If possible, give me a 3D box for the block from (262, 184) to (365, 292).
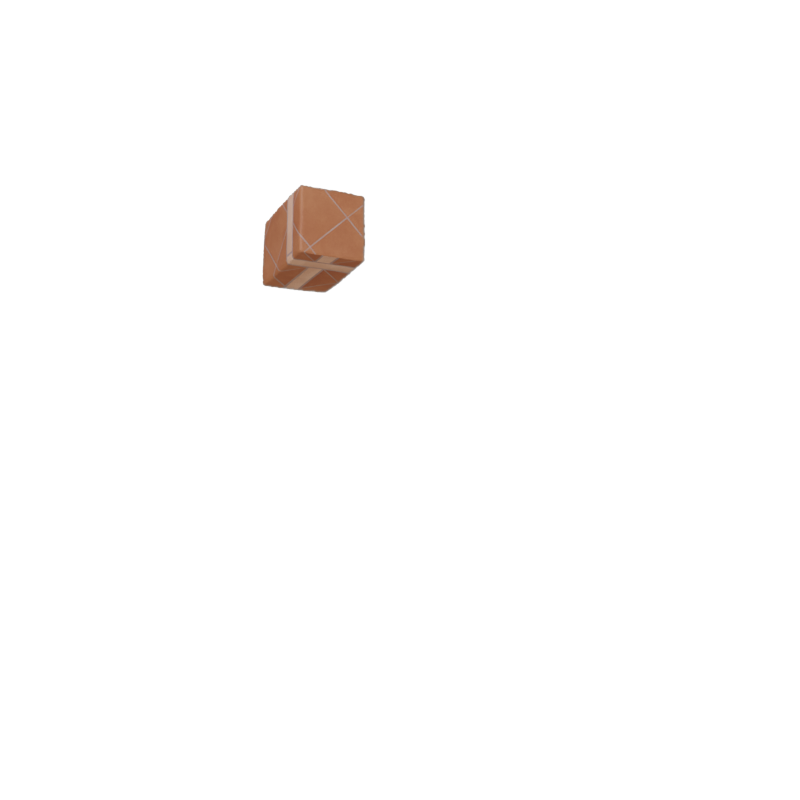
[{"bbox_3d":[-0.064,-0.117,0.820,0.051,0.054,0.077,8,-19,-24],"label":"block"}]
